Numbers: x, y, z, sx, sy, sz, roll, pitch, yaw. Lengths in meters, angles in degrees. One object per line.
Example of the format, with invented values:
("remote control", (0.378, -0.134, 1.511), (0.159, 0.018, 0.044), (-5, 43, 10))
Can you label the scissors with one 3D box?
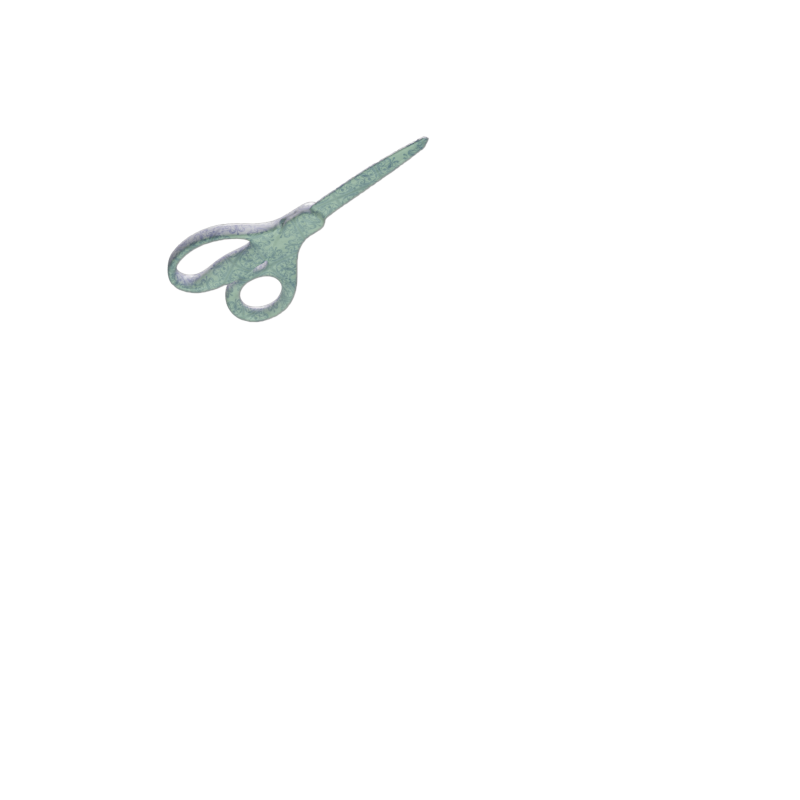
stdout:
("scissors", (-0.057, -0.104, 0.725), (0.203, 0.017, 0.089), (-17, -44, 19))
